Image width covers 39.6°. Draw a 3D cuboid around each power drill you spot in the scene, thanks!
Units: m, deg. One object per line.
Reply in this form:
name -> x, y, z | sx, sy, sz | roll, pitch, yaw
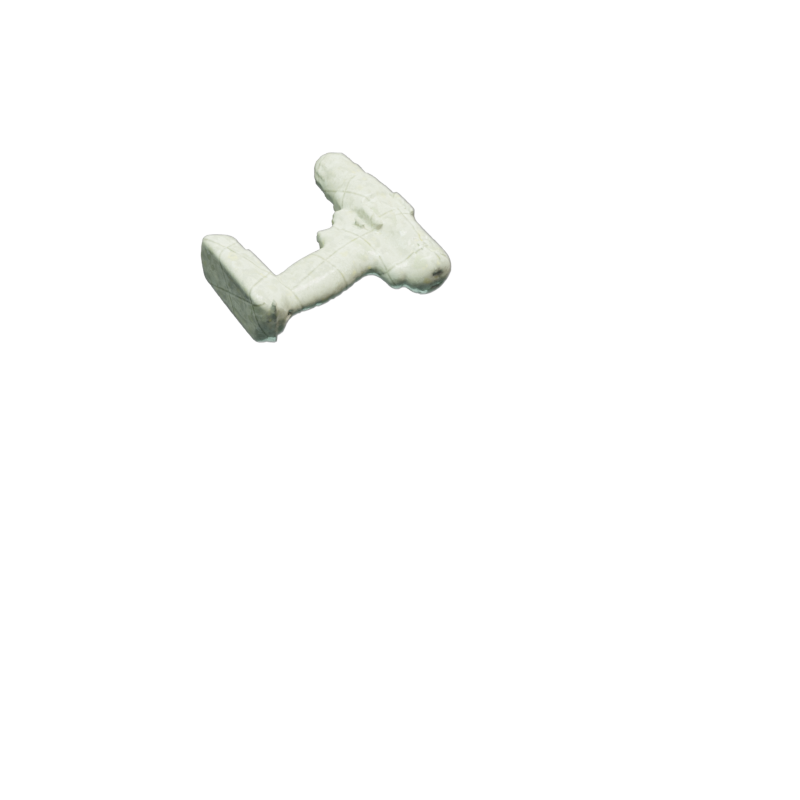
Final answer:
power drill -> -0.076, -0.139, 0.972 | 0.187, 0.053, 0.199 | -25, 52, -22
